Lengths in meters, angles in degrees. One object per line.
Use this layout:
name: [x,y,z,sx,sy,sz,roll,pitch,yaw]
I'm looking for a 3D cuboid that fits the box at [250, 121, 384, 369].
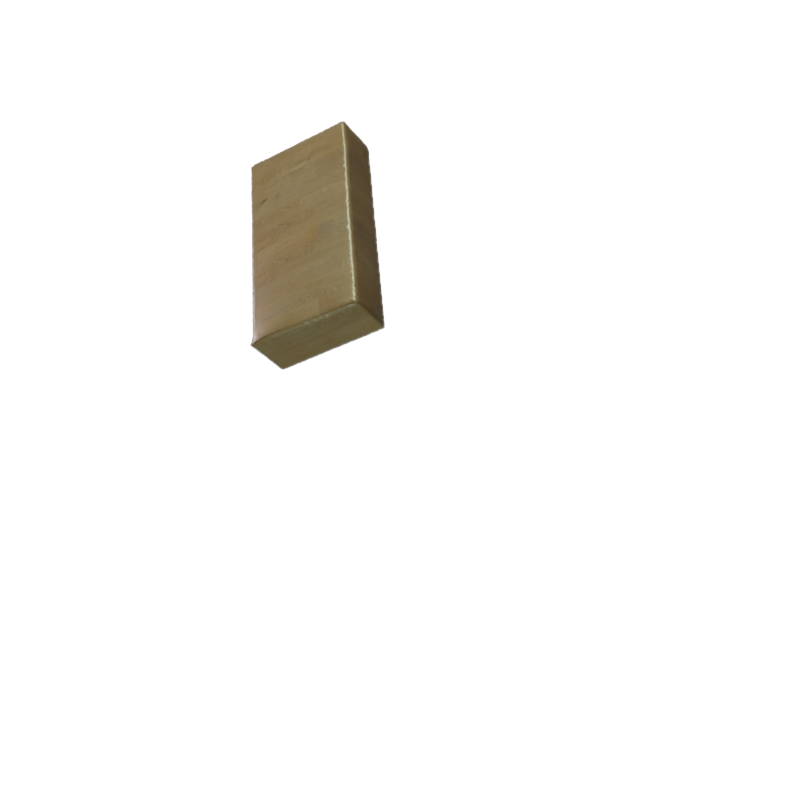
box: [-0.065,-0.119,0.835,0.094,0.189,0.044,-22,-41,24]
